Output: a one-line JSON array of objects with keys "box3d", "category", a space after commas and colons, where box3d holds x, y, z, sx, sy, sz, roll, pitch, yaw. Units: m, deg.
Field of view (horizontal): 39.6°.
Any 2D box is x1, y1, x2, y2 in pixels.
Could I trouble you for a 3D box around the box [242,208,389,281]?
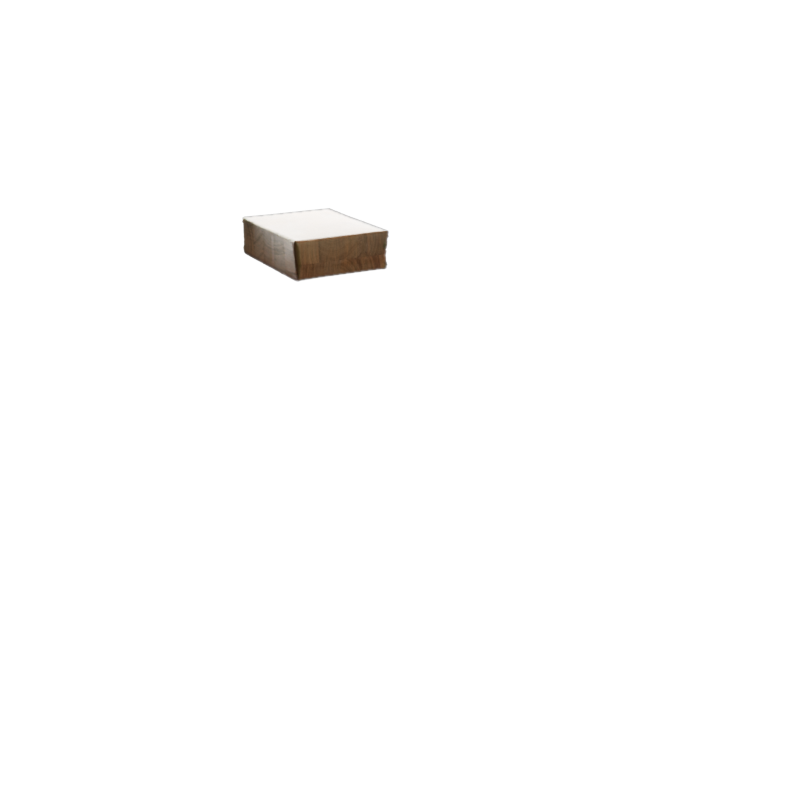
[{"box3d": [-0.076, -0.139, 0.971, 0.088, 0.037, 0.121, -11, 25, -27], "category": "box"}]
